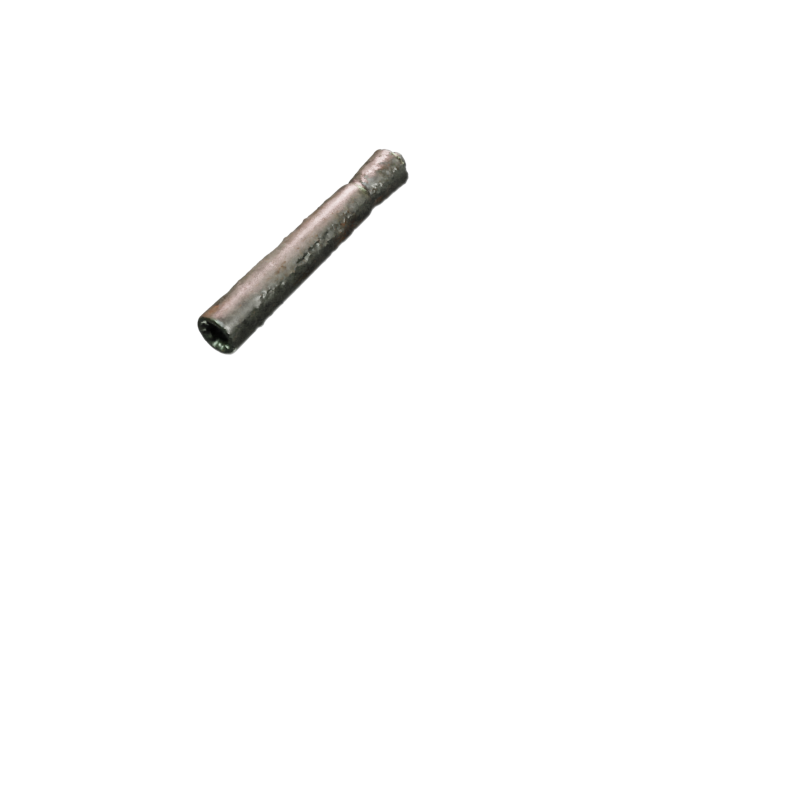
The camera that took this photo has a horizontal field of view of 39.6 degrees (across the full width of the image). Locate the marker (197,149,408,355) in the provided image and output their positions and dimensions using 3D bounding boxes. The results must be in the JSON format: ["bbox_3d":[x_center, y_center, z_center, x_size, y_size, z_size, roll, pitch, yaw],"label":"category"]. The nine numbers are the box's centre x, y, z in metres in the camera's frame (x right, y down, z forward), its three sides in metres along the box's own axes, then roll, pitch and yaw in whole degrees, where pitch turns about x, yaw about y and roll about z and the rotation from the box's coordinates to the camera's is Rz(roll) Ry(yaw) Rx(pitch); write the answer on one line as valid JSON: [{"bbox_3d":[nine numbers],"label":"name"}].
[{"bbox_3d":[-0.035,-0.064,0.445,0.021,0.018,0.124,3,42,45],"label":"marker"}]
